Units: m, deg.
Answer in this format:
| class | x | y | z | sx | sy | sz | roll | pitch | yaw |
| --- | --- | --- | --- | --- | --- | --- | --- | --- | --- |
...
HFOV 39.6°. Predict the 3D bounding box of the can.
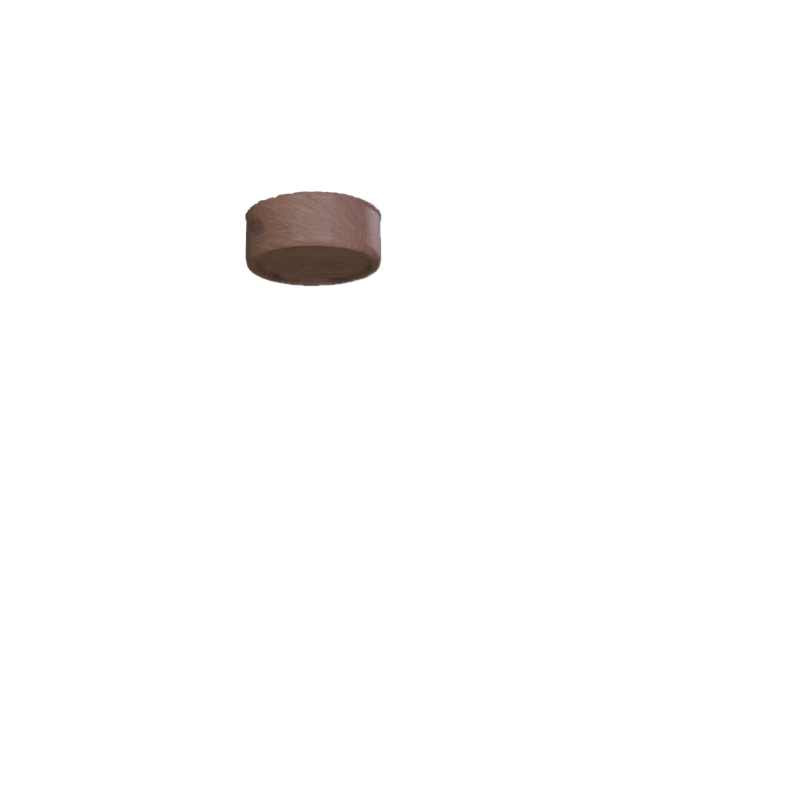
| class | x | y | z | sx | sy | sz | roll | pitch | yaw |
| --- | --- | --- | --- | --- | --- | --- | --- | --- | --- |
| can | -0.054 | -0.099 | 0.692 | 0.086 | 0.035 | 0.083 | 0 | -13 | -2 |
